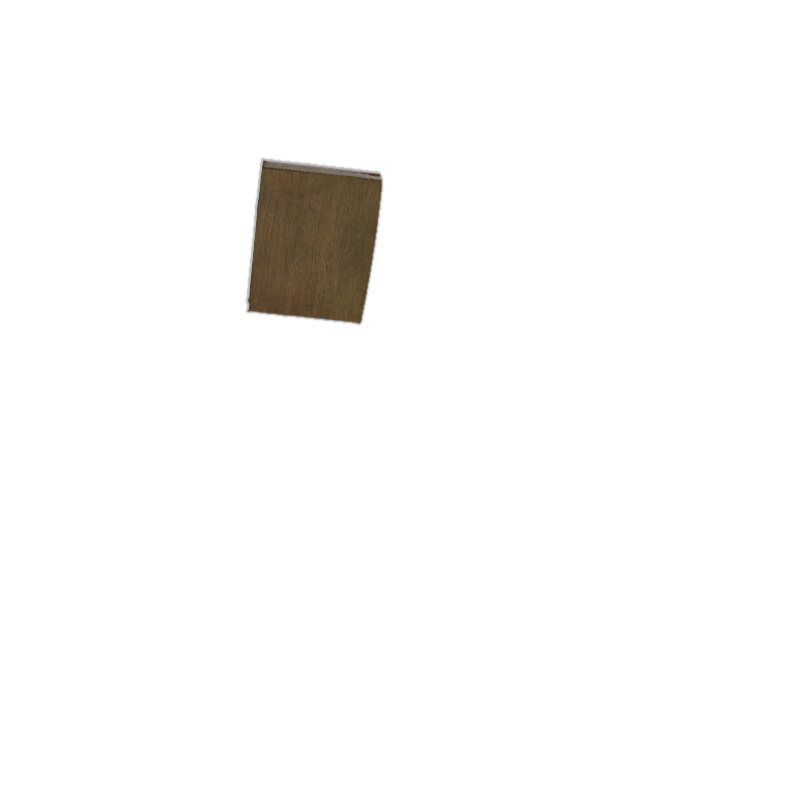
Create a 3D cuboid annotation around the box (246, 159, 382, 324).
[{"bbox_3d":[-0.064,-0.117,0.819,0.089,0.111,0.040,7,12,-2],"label":"box"}]
